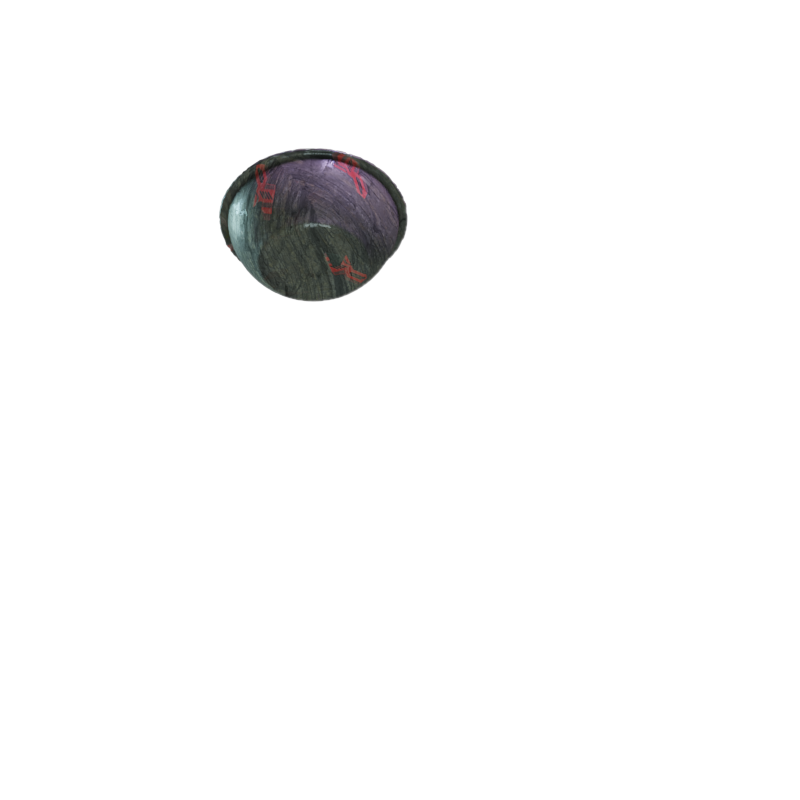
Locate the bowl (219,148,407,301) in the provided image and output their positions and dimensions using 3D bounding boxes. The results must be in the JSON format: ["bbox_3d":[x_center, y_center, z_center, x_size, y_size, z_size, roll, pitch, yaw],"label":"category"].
[{"bbox_3d":[-0.073,-0.133,0.935,0.162,0.059,0.151,1,-42,-1],"label":"bowl"}]
